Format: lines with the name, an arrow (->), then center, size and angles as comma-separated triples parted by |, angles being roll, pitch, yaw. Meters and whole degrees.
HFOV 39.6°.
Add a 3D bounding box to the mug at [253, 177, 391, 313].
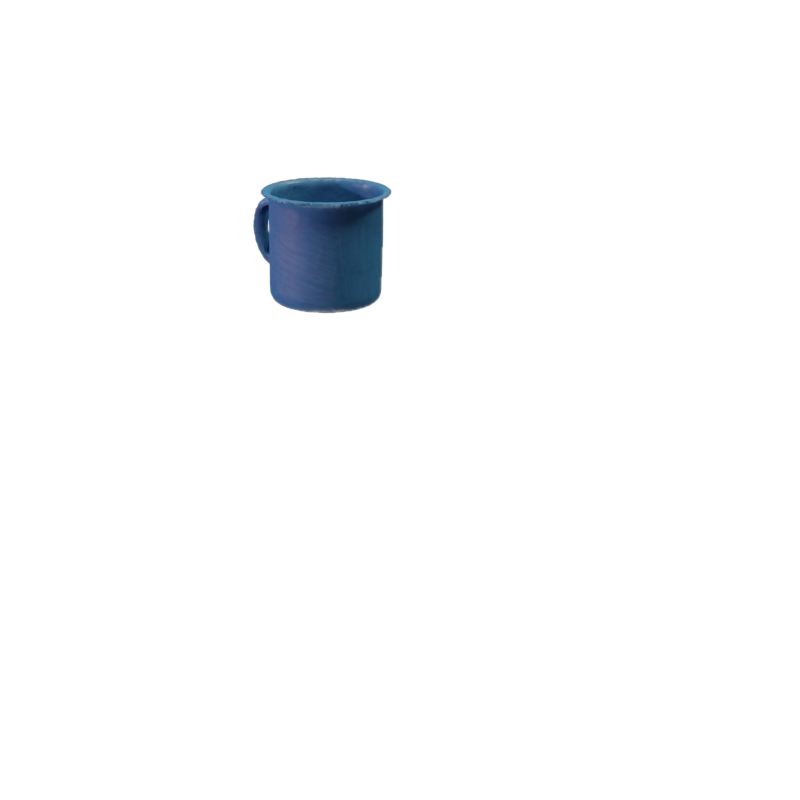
mug -> -0.063, -0.115, 0.806 | 0.123, 0.078, 0.092 | 16, 24, 36
